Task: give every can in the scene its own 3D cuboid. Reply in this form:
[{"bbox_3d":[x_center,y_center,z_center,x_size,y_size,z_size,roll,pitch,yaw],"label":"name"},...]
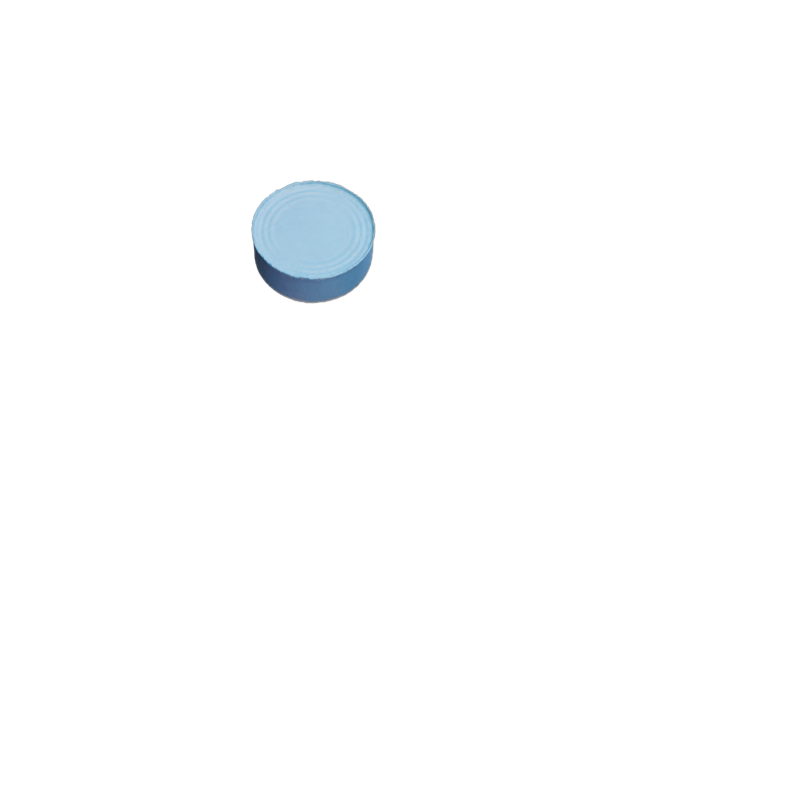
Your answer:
[{"bbox_3d":[-0.061,-0.111,0.778,0.086,0.092,0.031,-1,-34,-1],"label":"can"}]
